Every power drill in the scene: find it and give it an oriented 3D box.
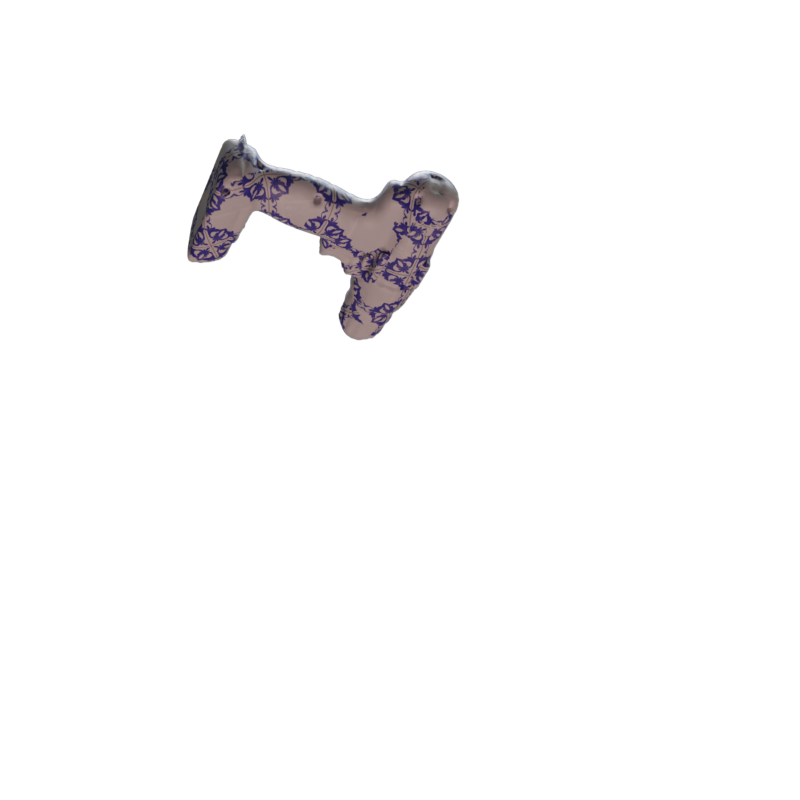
[{"bbox_3d":[-0.069,-0.125,0.876,0.183,0.062,0.176,13,-43,-15],"label":"power drill"}]
